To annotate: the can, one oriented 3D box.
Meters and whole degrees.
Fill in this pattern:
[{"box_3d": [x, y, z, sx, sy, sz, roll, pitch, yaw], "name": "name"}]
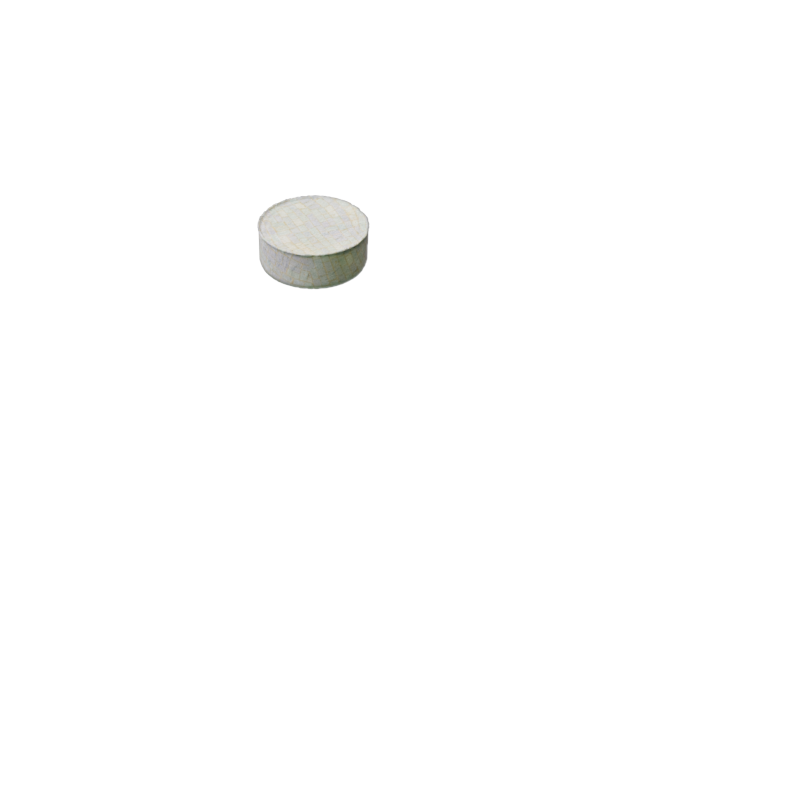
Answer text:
[{"box_3d": [-0.067, -0.123, 0.858, 0.086, 0.031, 0.092, -1, 38, -2], "name": "can"}]
